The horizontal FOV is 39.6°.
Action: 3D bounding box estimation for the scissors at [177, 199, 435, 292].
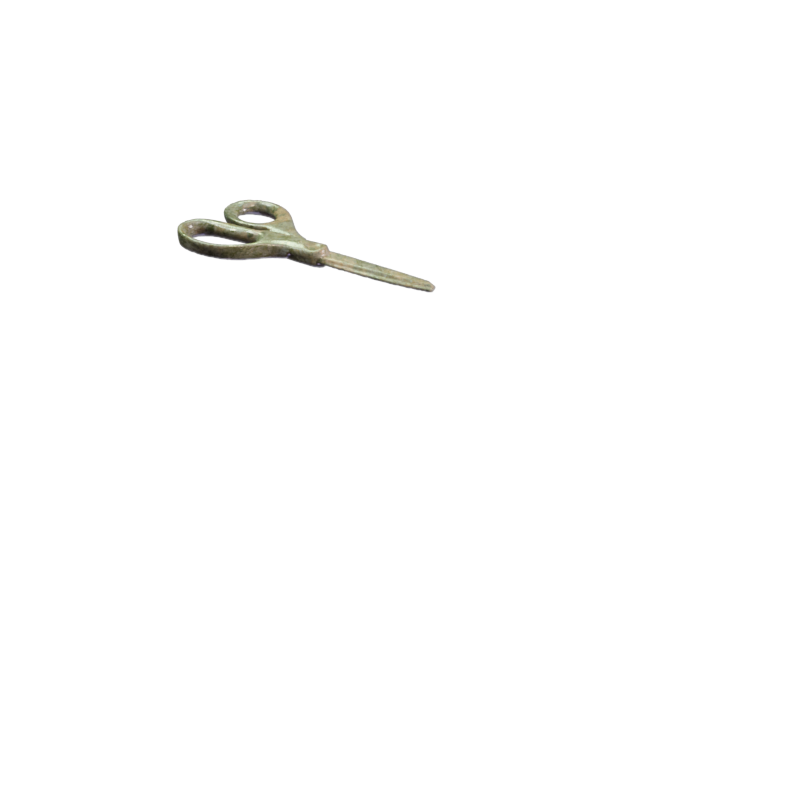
[{"bbox_3d":[-0.064,-0.116,0.815,0.207,0.015,0.100,10,33,15],"label":"scissors"}]
